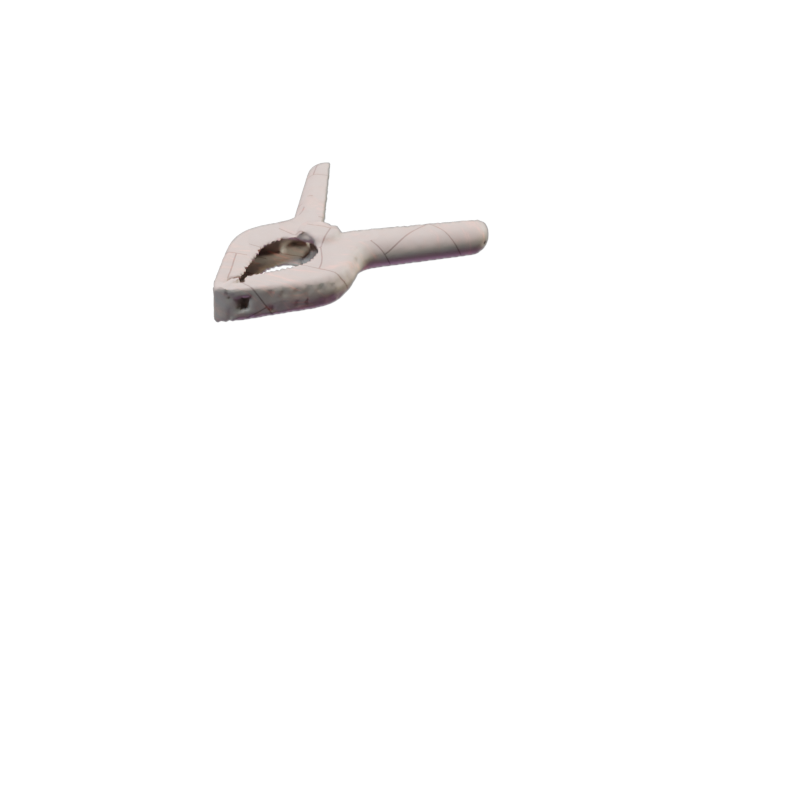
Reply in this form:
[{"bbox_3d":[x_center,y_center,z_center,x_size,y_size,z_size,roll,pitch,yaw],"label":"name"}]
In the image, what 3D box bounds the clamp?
[{"bbox_3d":[-0.063,-0.114,0.800,0.209,0.034,0.176,-29,44,-35],"label":"clamp"}]
